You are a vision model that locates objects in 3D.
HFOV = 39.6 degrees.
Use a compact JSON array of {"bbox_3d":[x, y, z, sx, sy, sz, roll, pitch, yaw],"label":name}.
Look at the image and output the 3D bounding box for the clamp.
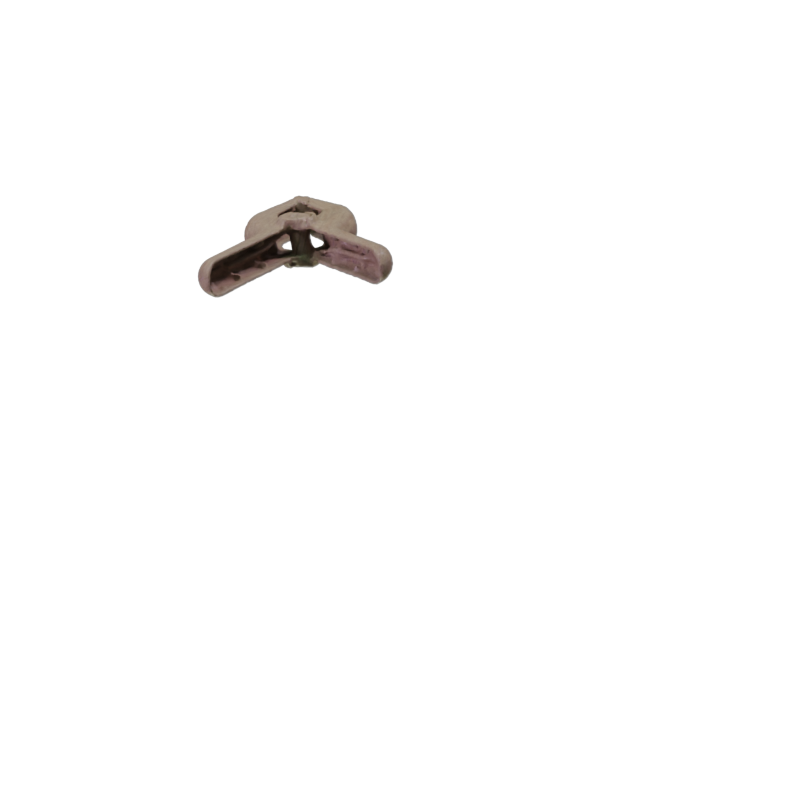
[{"bbox_3d":[-0.059,-0.107,0.751,0.121,0.037,0.178,3,25,6],"label":"clamp"}]
